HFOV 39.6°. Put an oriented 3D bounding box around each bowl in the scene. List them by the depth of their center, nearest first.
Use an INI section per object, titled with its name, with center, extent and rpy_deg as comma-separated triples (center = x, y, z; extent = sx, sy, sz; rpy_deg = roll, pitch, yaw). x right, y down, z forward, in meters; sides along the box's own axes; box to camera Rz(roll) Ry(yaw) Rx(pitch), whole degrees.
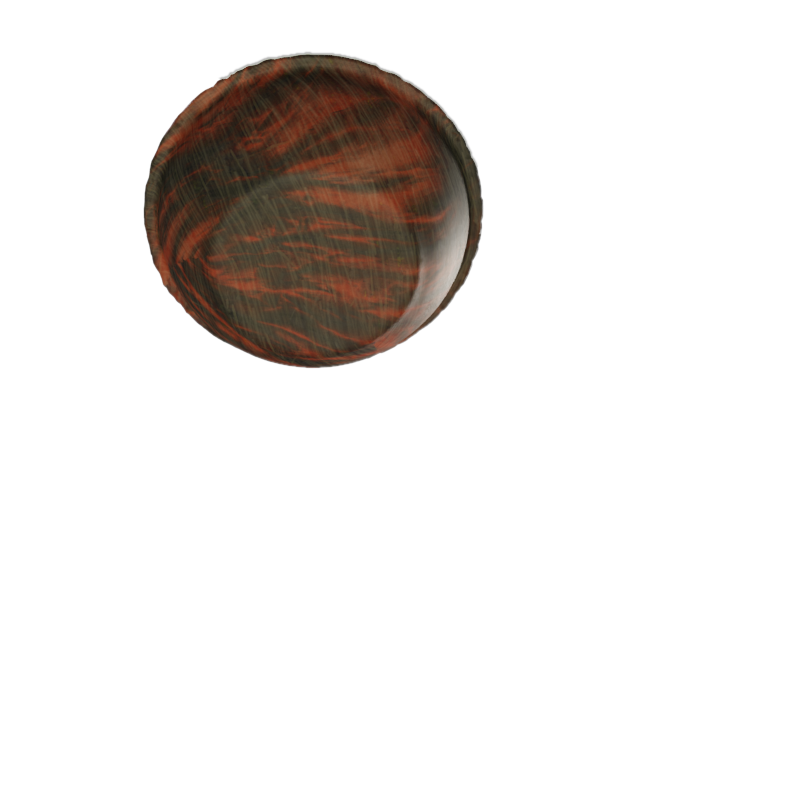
[bowl]
center = -0.040, -0.072, 0.505
extent = 0.162, 0.153, 0.058
rpy_deg = 1, 27, -1
